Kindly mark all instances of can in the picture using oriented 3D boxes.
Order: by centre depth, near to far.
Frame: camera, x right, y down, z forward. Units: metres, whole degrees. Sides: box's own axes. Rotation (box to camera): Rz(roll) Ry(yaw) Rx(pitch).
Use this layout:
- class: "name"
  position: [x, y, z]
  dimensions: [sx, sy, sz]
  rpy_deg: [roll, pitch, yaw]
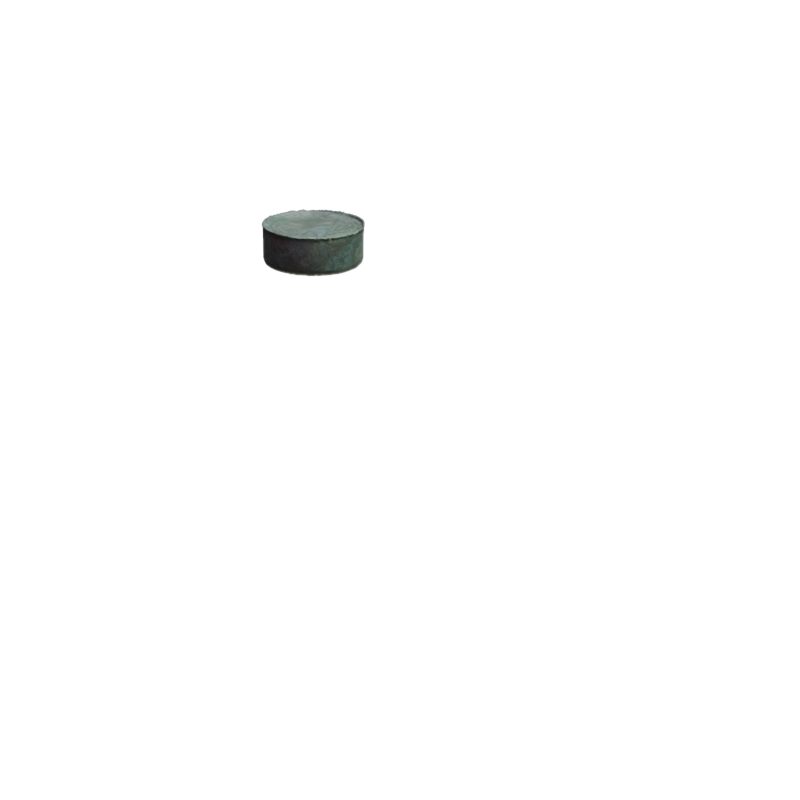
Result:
- class: "can"
  position: [-0.072, -0.132, 0.926]
  dimensions: [0.086, 0.032, 0.090]
  rpy_deg: [-1, 24, -2]
